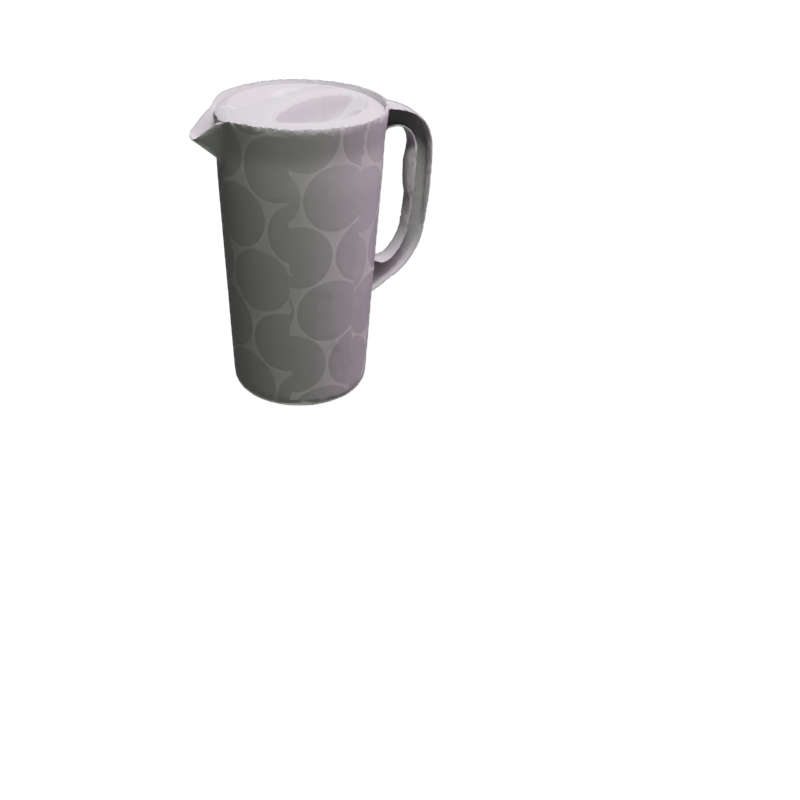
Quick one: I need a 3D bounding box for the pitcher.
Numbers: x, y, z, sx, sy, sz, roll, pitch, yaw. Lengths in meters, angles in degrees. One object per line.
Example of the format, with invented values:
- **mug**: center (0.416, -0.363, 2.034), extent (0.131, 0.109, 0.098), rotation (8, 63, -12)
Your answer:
- **pitcher**: center (-0.068, -0.125, 0.873), extent (0.155, 0.230, 0.148), rotation (13, 29, 21)
